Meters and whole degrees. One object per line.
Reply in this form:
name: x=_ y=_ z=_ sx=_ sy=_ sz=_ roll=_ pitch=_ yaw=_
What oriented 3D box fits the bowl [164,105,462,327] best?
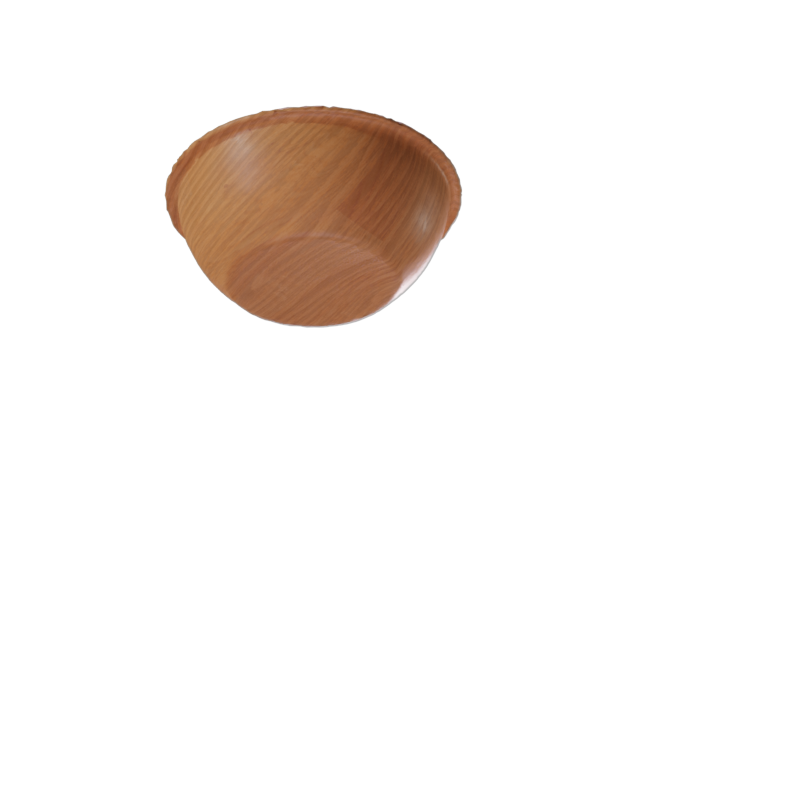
bowl: x=-0.046 y=-0.084 z=0.592 sx=0.162 sy=0.059 sz=0.152 roll=1 pitch=-29 yaw=-2
